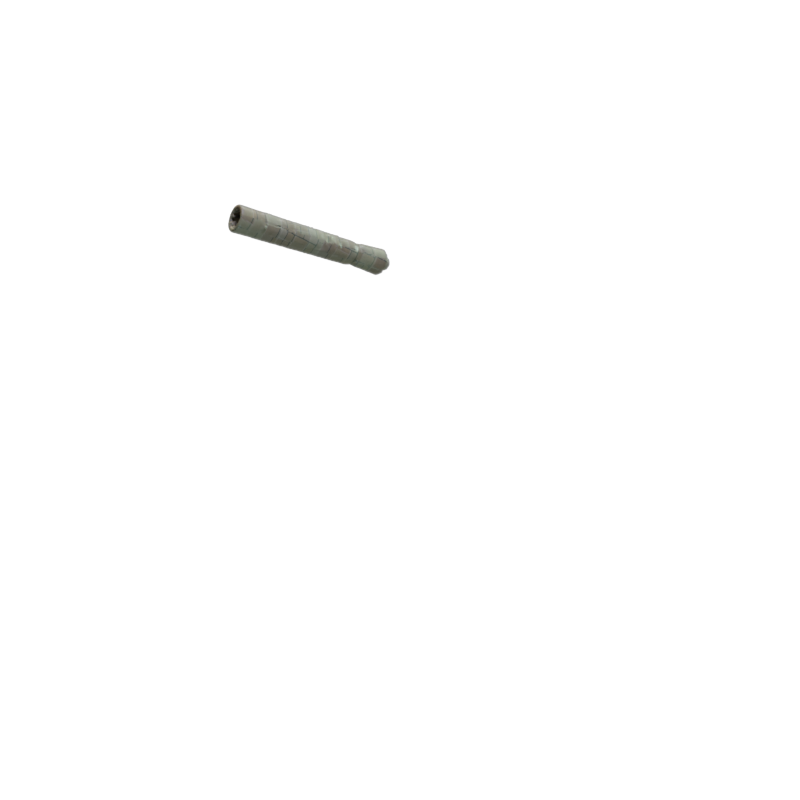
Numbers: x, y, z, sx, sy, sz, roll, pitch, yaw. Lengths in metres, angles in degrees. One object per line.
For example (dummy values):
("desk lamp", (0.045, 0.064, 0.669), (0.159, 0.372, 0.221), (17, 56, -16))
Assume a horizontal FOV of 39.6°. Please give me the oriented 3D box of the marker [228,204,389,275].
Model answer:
("marker", (-0.058, -0.106, 0.746), (0.115, 0.020, 0.020), (13, -3, -30))
